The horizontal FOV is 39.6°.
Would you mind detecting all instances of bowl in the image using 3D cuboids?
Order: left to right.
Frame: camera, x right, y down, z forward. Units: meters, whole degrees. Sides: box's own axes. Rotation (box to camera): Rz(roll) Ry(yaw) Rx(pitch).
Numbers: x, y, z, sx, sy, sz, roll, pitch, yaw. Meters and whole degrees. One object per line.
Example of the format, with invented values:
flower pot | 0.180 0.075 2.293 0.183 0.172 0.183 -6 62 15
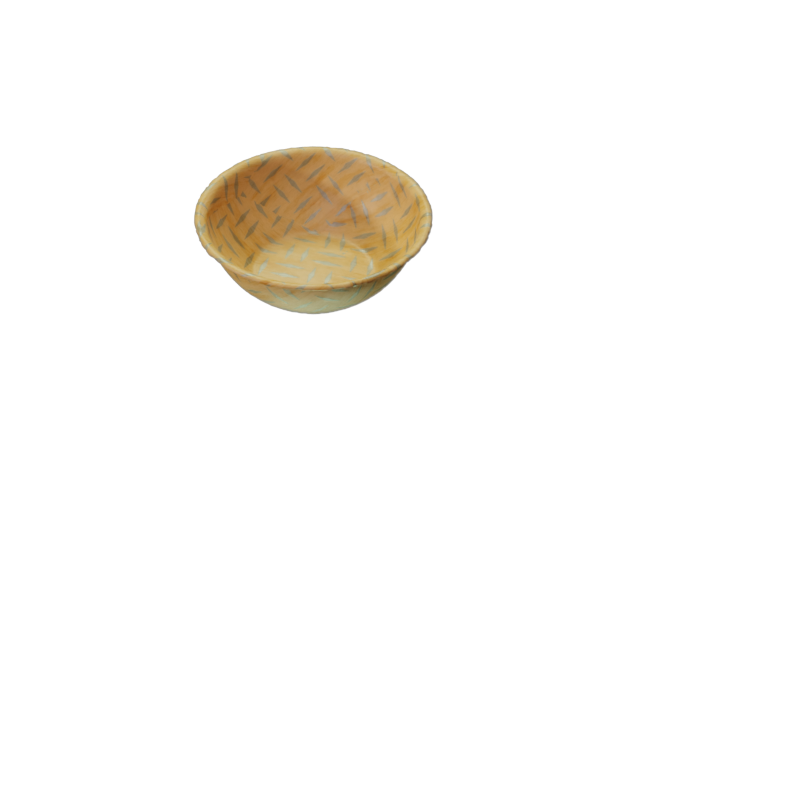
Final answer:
bowl | -0.060 -0.110 0.768 0.162 0.051 0.174 -1 42 -1
